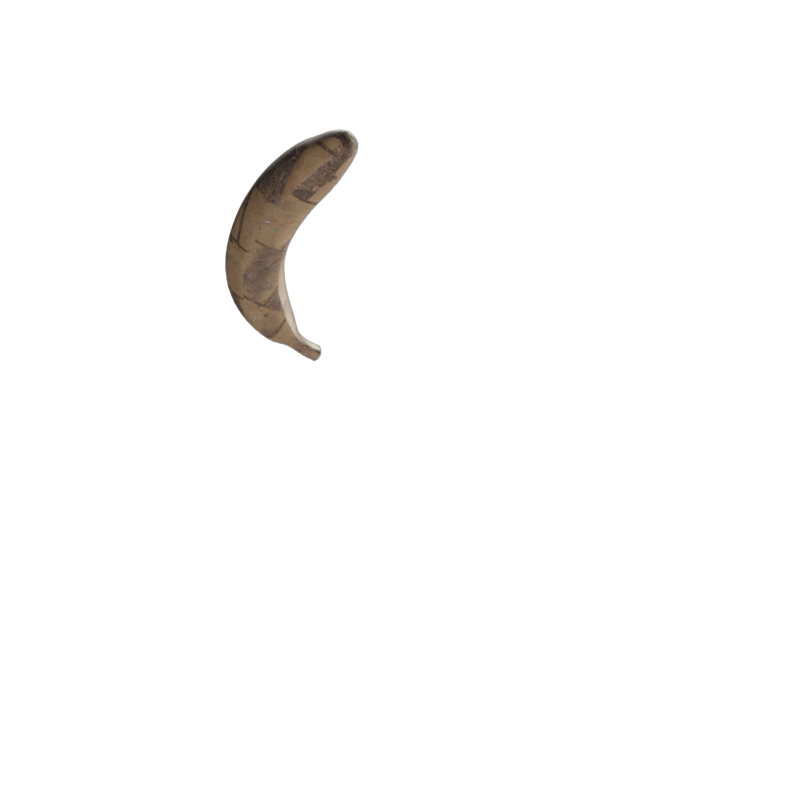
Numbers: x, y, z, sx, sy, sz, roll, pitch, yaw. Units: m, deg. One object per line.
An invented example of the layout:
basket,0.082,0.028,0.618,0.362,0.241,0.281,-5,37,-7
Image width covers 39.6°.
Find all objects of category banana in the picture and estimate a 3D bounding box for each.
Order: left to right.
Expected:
banana,-0.072,-0.096,0.685,0.069,0.039,0.186,5,-38,-8
